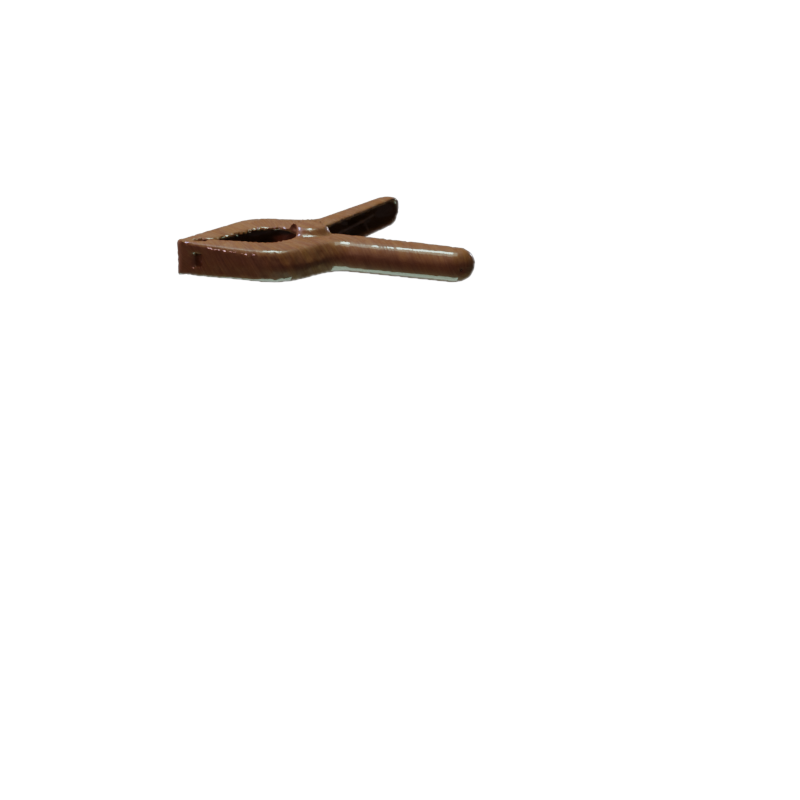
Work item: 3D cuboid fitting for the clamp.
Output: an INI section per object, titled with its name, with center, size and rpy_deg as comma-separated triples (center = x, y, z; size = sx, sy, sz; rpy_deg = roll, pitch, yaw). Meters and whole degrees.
[clamp]
center = -0.067, -0.122, 0.852
size = 0.207, 0.035, 0.174
rpy_deg = -5, 24, -11
